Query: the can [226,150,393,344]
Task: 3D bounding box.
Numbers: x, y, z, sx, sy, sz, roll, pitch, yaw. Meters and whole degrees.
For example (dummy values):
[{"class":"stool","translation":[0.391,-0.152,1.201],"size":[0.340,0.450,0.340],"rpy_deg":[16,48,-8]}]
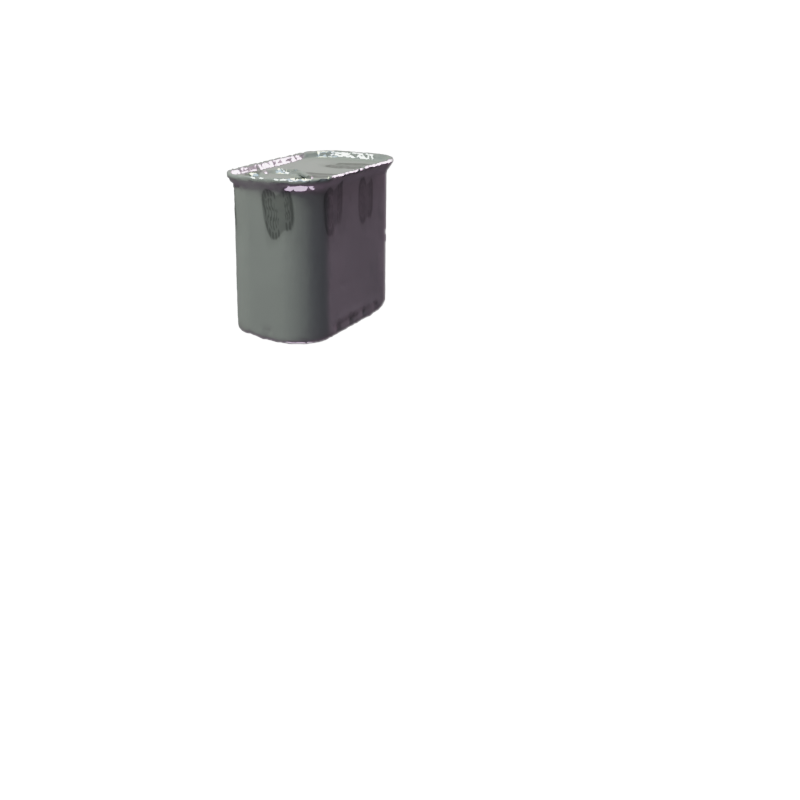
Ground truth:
[{"class":"can","translation":[-0.046,-0.083,0.584],"size":[0.060,0.081,0.102],"rpy_deg":[8,18,25]}]
